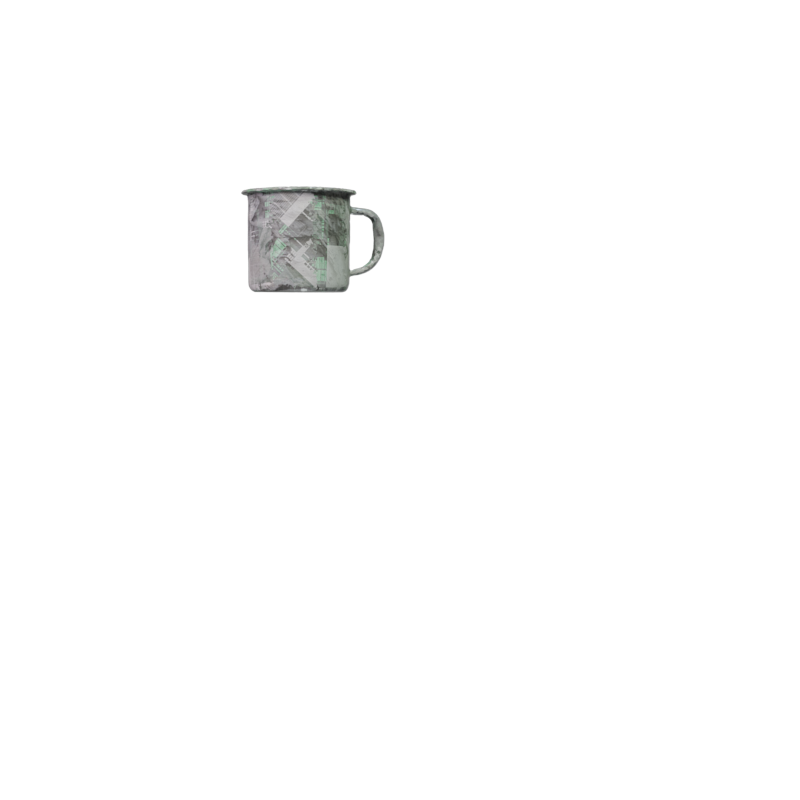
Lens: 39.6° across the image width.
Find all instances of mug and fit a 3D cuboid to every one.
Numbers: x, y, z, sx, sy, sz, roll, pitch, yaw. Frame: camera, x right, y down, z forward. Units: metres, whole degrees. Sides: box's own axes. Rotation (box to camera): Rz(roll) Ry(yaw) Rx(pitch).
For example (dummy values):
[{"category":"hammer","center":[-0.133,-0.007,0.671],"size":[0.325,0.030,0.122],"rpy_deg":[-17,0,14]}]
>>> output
[{"category":"mug","center":[-0.070,-0.128,0.894],"size":[0.115,0.082,0.095],"rpy_deg":[-1,3,-16]}]
